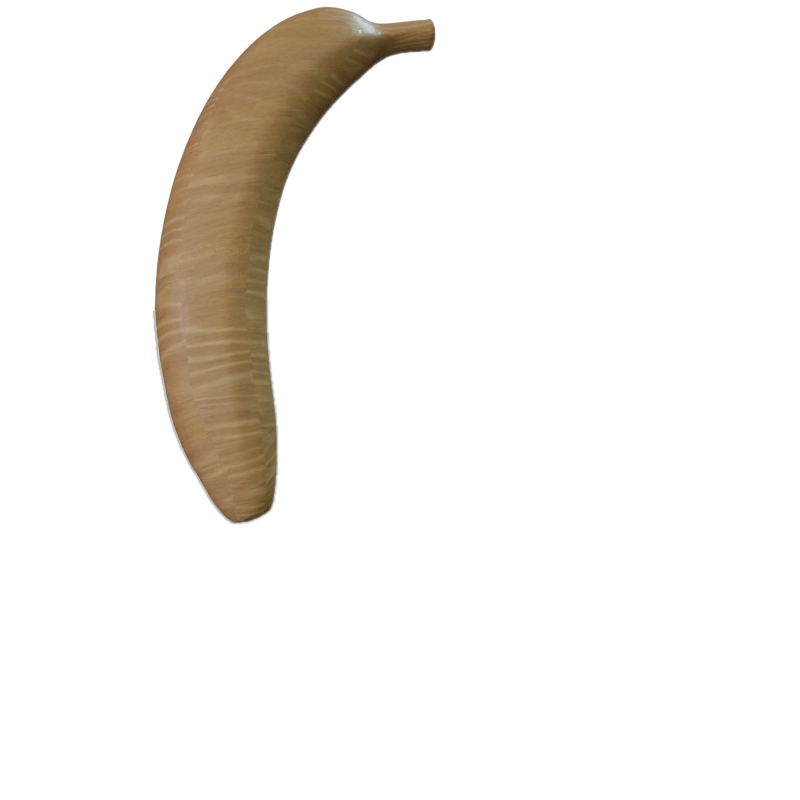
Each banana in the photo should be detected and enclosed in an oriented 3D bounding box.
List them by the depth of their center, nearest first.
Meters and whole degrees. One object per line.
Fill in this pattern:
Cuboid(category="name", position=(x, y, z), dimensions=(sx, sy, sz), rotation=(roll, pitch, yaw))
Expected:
Cuboid(category="banana", position=(-0.046, -0.063, 0.377), dimensions=(0.070, 0.205, 0.035), rotation=(17, -19, 5))
